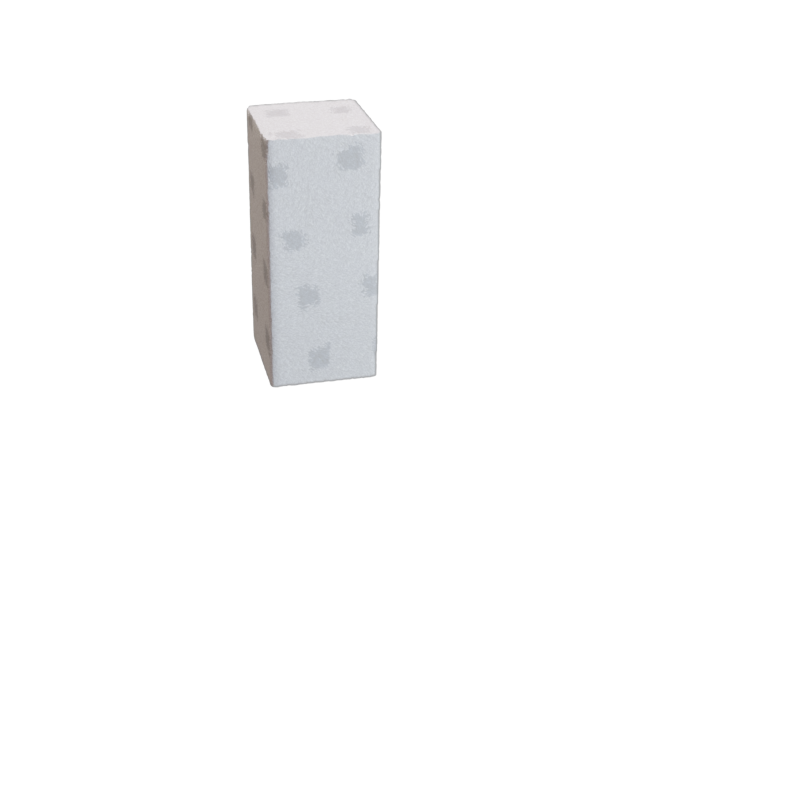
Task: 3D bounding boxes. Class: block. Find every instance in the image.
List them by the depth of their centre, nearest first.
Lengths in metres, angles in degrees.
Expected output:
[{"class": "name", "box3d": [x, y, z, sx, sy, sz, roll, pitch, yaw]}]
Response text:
[{"class": "block", "box3d": [-0.070, -0.126, 0.881, 0.089, 0.195, 0.097, -5, 27, -14]}]
